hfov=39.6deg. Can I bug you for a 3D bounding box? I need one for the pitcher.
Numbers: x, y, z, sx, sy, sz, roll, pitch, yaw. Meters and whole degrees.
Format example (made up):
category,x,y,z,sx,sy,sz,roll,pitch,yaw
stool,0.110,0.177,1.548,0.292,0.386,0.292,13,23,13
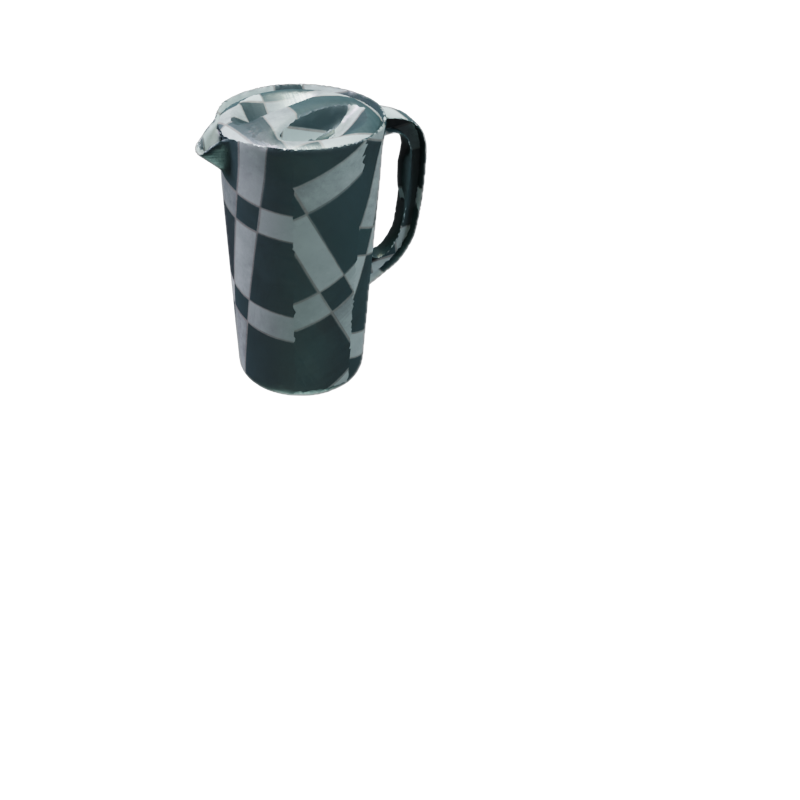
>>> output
category,x,y,z,sx,sy,sz,roll,pitch,yaw
pitcher,-0.072,-0.131,0.914,0.154,0.228,0.149,14,35,18
